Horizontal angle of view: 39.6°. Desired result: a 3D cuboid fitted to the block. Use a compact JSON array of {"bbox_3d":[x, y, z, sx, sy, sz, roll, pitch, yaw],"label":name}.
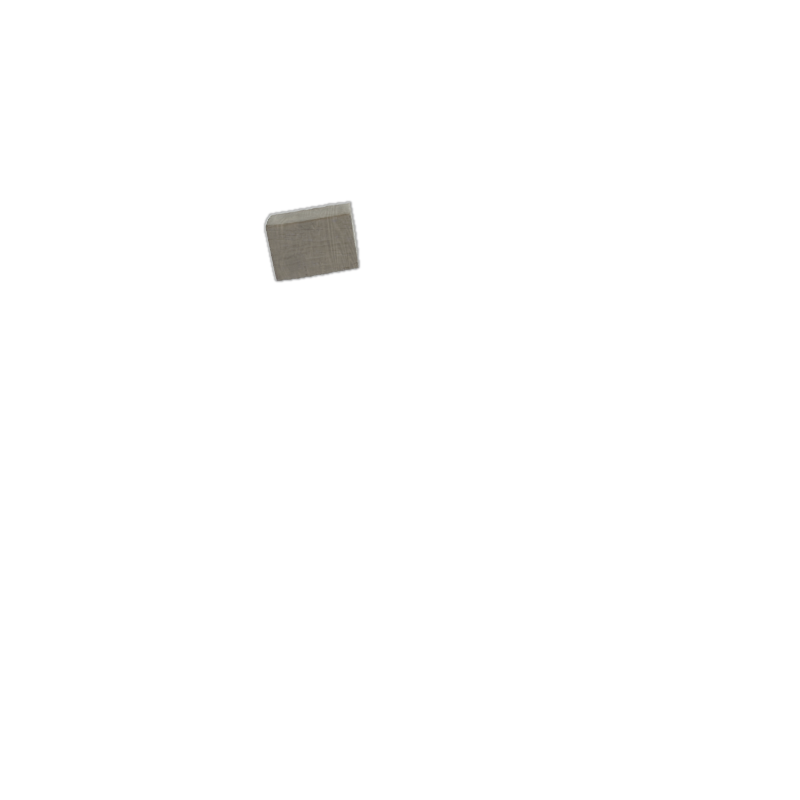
[{"bbox_3d":[-0.078,-0.142,0.992,0.078,0.051,0.053,-8,18,1],"label":"block"}]
